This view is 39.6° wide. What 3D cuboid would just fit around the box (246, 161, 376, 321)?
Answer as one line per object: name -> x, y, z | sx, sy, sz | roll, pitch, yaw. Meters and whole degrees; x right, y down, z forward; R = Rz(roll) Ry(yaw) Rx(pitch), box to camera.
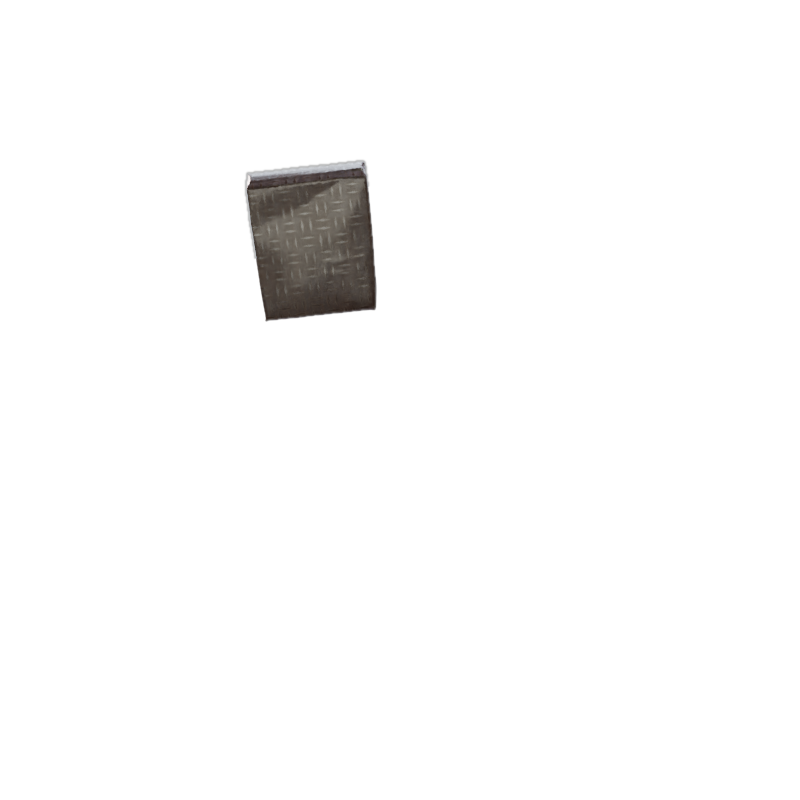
box -> -0.065, -0.119, 0.835 | 0.090, 0.108, 0.041 | -5, 23, 1
